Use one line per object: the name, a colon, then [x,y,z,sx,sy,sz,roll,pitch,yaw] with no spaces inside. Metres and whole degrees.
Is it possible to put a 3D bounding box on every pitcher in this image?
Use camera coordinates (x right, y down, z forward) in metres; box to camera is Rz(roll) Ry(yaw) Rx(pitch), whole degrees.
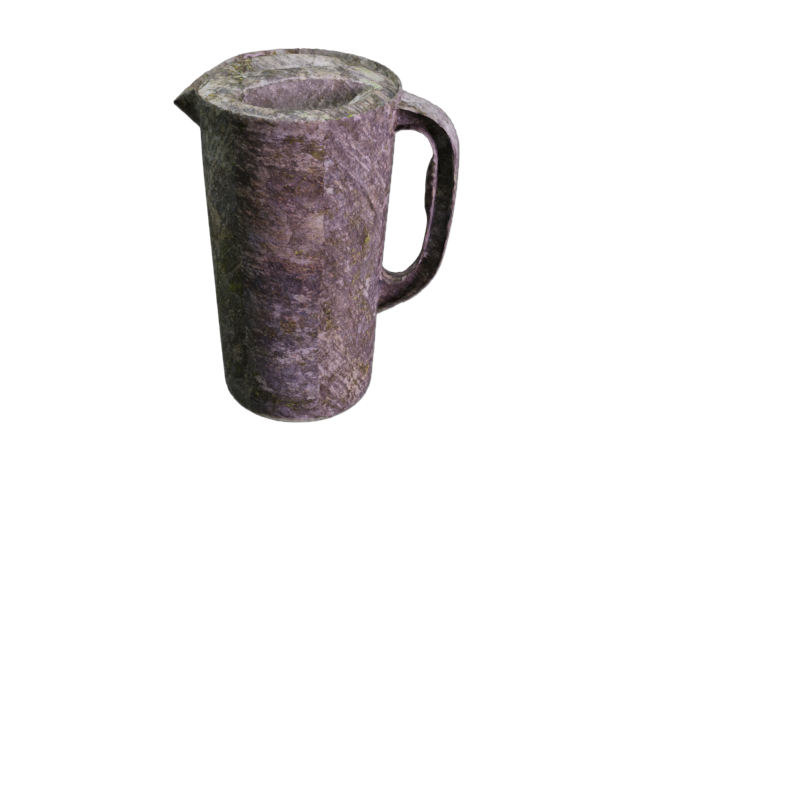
pitcher: [-0.059,-0.108,0.757,0.143,0.228,0.160,-19,37,-30]
